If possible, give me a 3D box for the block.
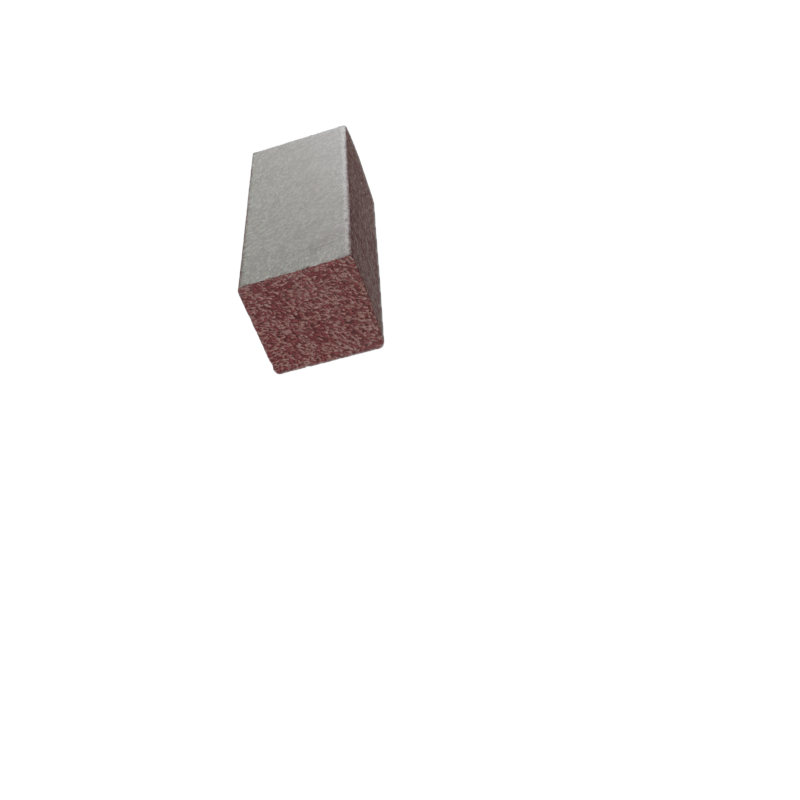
[{"bbox_3d":[-0.070,-0.129,0.906,0.091,0.084,0.221,-15,37,8],"label":"block"}]
